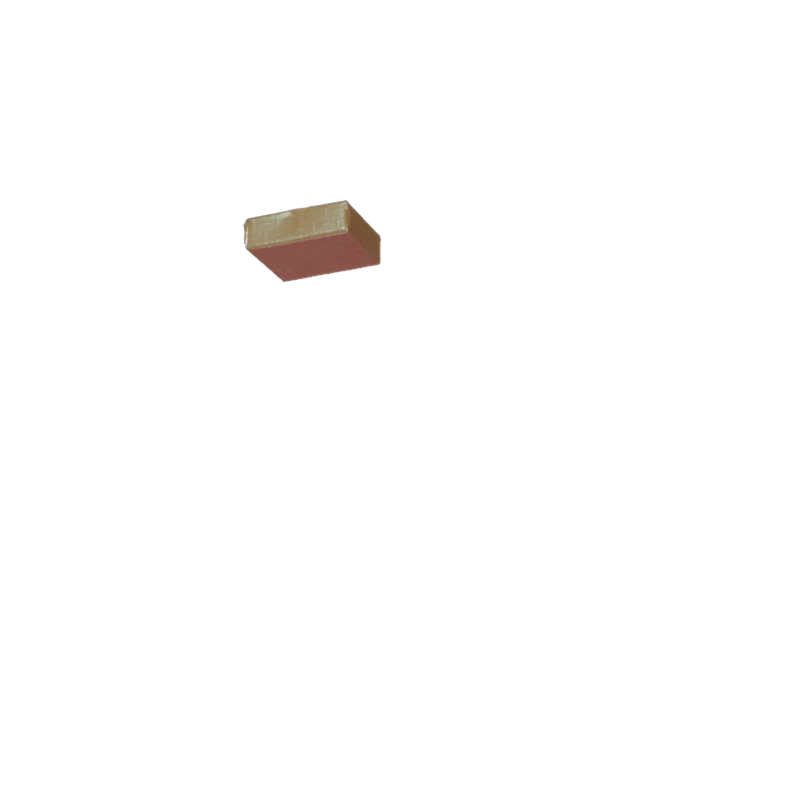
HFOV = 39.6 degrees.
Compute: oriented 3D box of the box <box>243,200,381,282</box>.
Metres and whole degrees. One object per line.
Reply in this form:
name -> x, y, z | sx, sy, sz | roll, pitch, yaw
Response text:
box -> -0.069, -0.125, 0.876 | 0.091, 0.032, 0.068 | -7, -19, 21
